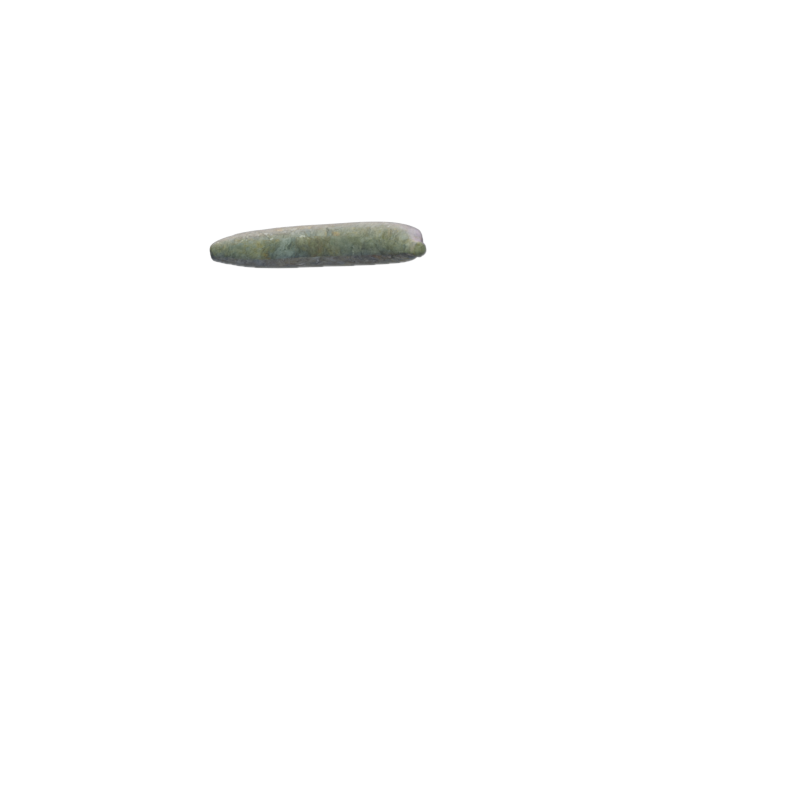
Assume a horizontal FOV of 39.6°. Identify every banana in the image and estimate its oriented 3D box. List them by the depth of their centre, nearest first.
[{"bbox_3d":[-0.061,-0.131,0.930,0.203,0.037,0.067,1,0,25],"label":"banana"}]
